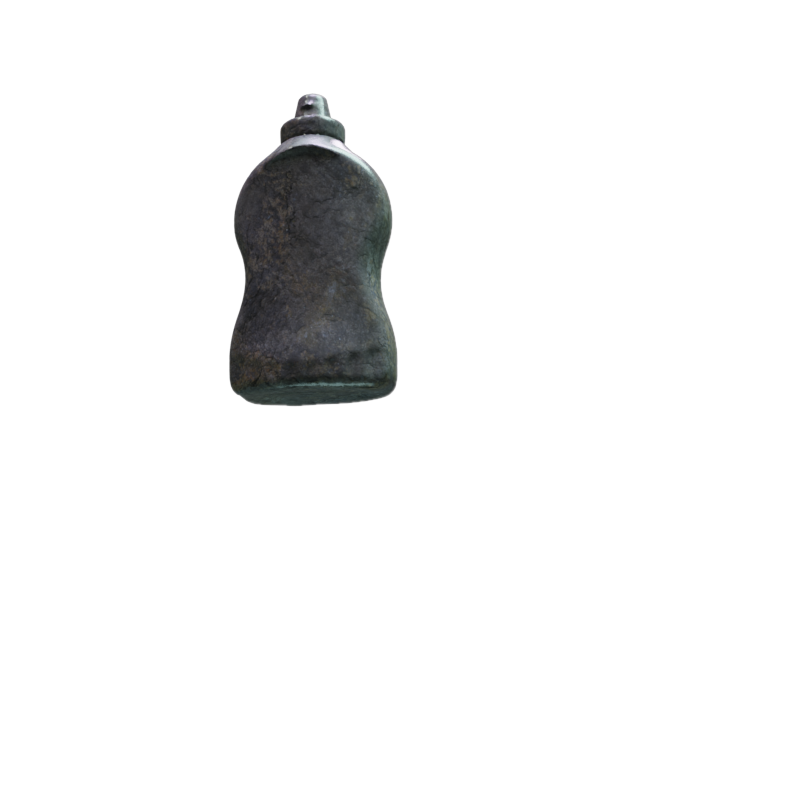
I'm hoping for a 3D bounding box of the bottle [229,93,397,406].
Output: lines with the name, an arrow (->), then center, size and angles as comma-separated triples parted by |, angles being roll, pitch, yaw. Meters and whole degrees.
bottle -> -0.053, -0.096, 0.672 | 0.097, 0.200, 0.055 | -6, -19, 14
